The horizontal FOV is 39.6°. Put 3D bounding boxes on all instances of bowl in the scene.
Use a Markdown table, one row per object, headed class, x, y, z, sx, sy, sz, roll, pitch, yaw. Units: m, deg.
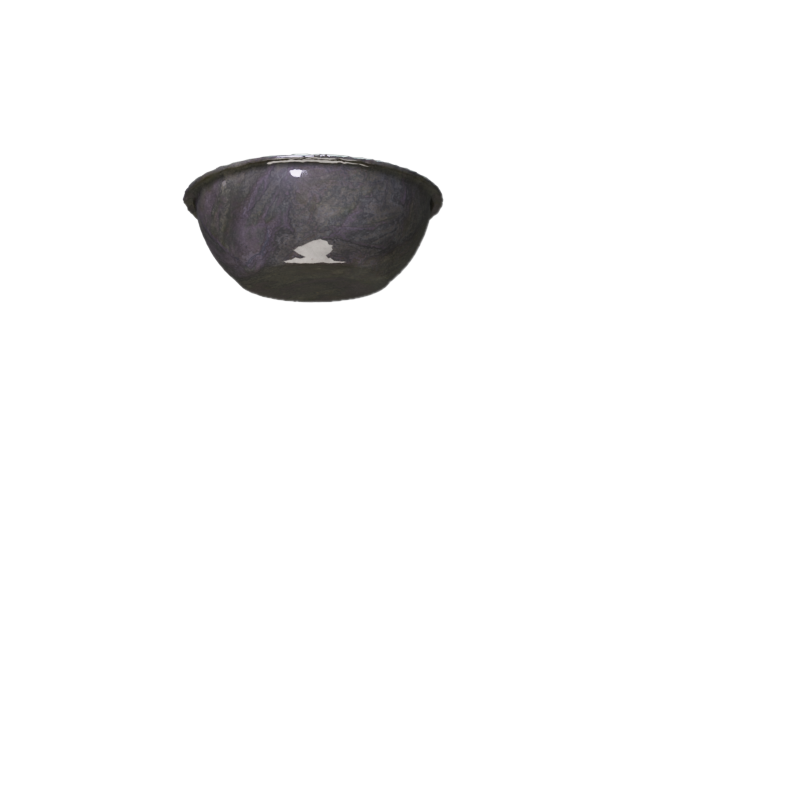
| class | x | y | z | sx | sy | sz | roll | pitch | yaw |
| --- | --- | --- | --- | --- | --- | --- | --- | --- | --- |
| bowl | -0.054 | -0.098 | 0.684 | 0.162 | 0.057 | 0.157 | 0 | -11 | -2 |
